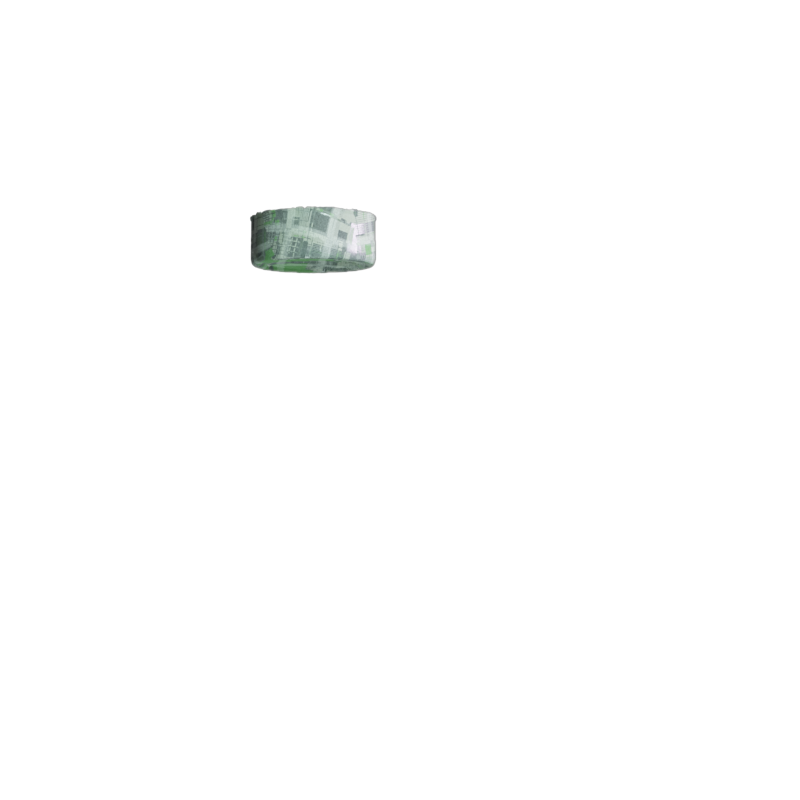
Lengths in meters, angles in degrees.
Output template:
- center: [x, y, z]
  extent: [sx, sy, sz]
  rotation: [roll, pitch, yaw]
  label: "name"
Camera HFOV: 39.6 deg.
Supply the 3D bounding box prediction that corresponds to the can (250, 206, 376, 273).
- center: [-0.059, -0.107, 0.748]
  extent: [0.086, 0.034, 0.085]
  rotation: [0, -1, -2]
  label: "can"
